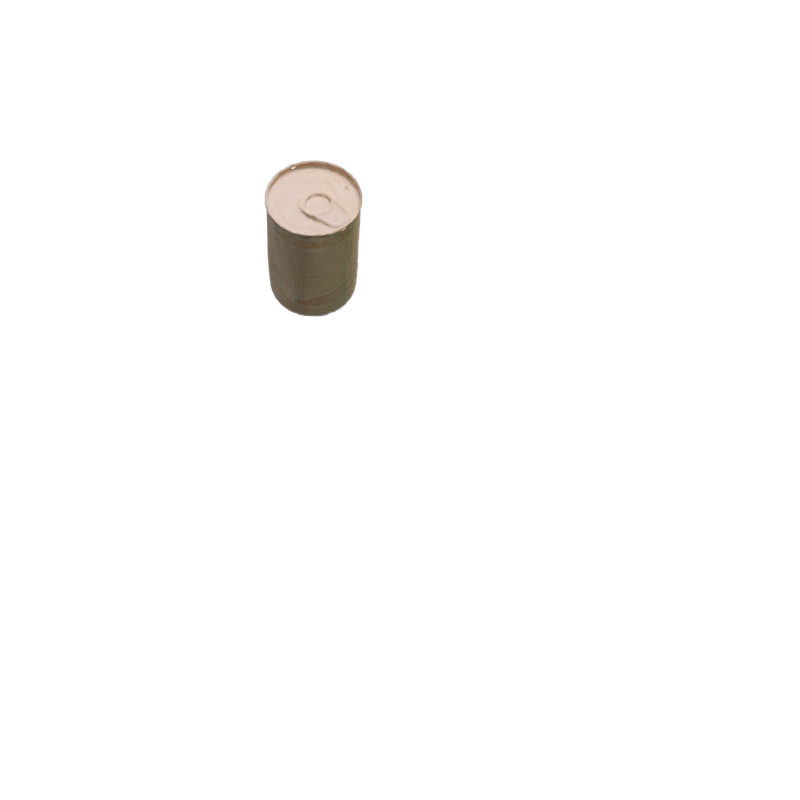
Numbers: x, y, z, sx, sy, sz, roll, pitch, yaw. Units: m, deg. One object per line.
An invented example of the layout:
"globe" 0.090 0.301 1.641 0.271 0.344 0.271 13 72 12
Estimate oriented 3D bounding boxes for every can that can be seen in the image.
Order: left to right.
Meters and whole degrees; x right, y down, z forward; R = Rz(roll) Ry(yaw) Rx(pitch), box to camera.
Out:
"can" -0.063 -0.115 0.806 0.068 0.073 0.096 0 -33 -3
